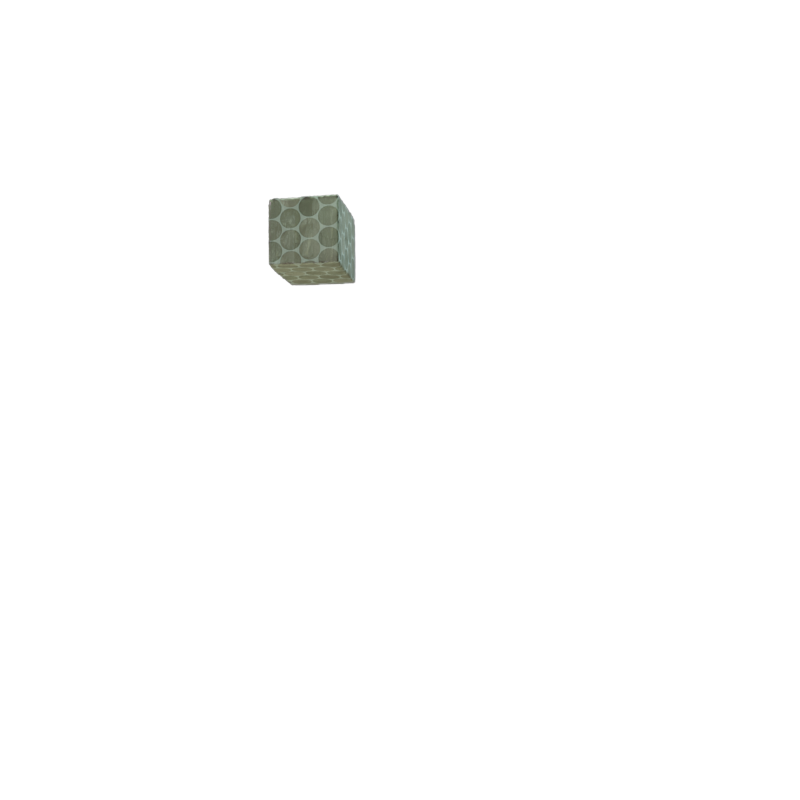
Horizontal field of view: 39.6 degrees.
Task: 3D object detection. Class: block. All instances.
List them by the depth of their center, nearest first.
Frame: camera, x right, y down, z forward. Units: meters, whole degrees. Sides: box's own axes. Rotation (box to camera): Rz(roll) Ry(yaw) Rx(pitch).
[{"bbox_3d":[-0.065,-0.118,0.827,0.053,0.053,0.075,-2,-8,8],"label":"block"}]
